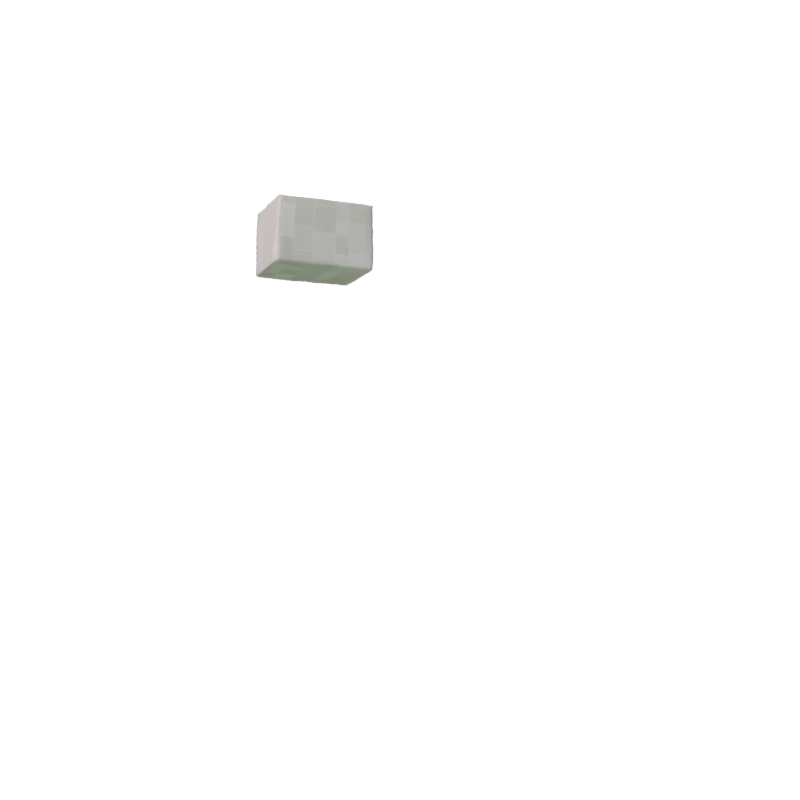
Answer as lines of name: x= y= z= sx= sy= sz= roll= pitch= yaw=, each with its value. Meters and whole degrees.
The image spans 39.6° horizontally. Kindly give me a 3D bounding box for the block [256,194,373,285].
block: x=-0.066 y=-0.120 z=0.838 sx=0.076 sy=0.053 sz=0.053 roll=4 pitch=-13 yaw=-22
